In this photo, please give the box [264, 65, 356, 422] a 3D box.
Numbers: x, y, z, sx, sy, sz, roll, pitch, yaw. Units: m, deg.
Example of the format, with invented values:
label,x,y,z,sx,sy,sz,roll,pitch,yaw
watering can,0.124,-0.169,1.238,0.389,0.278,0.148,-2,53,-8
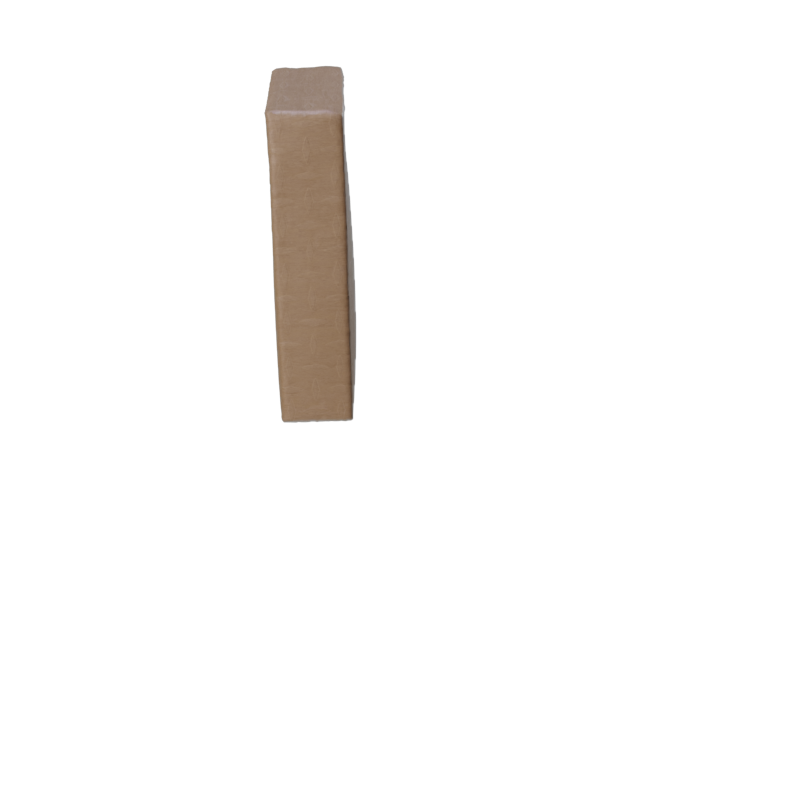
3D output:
label,x,y,z,sx,sy,sz,roll,pitch,yaw
box,-0.047,-0.087,0.610,0.048,0.167,0.099,0,26,-3
